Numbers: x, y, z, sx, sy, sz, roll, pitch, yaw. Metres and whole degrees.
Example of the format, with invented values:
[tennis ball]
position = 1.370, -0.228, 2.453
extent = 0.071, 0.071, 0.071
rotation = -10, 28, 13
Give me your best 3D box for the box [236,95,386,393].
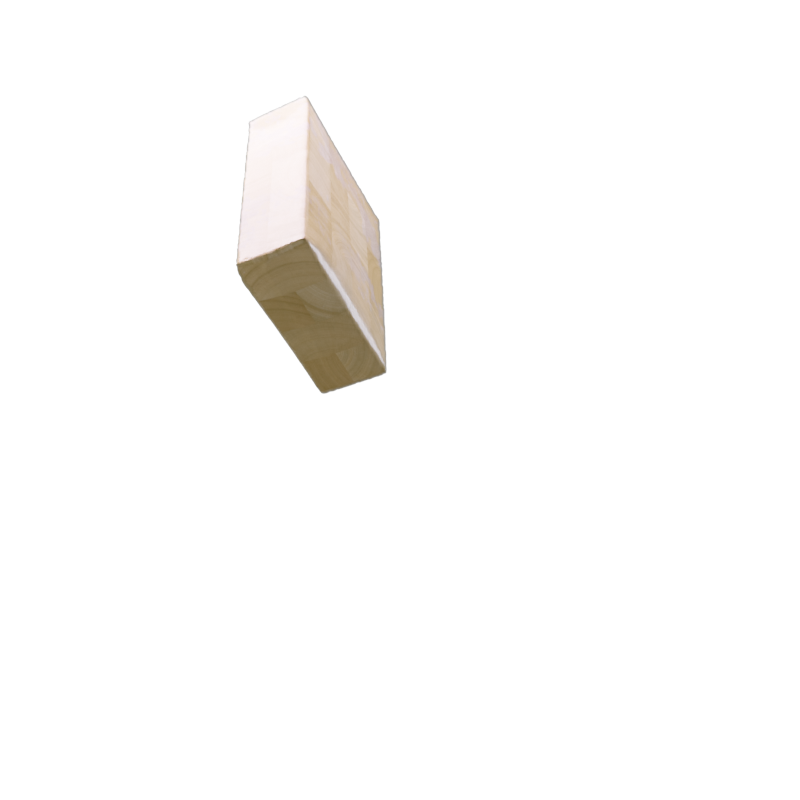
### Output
[box]
position = -0.077, -0.140, 0.982
extent = 0.072, 0.229, 0.152
rotation = -21, -49, 15
